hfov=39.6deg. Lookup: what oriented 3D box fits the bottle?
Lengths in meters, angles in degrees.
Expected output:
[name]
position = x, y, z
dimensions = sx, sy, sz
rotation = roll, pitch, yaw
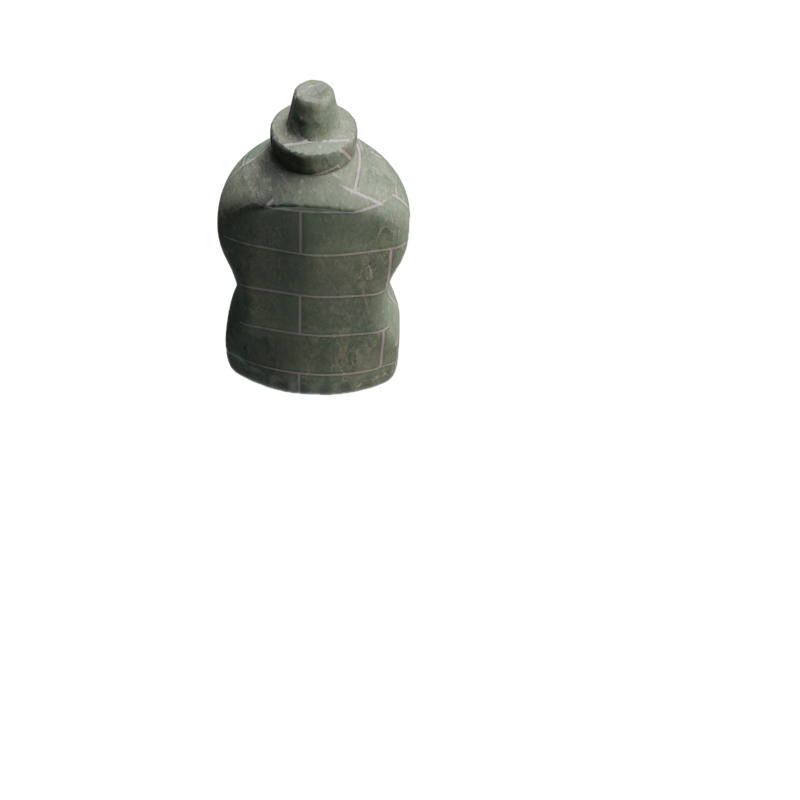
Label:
[bottle]
position = -0.044, -0.081, 0.567
dimensions = 0.096, 0.062, 0.179
rotation = 6, -40, 1
